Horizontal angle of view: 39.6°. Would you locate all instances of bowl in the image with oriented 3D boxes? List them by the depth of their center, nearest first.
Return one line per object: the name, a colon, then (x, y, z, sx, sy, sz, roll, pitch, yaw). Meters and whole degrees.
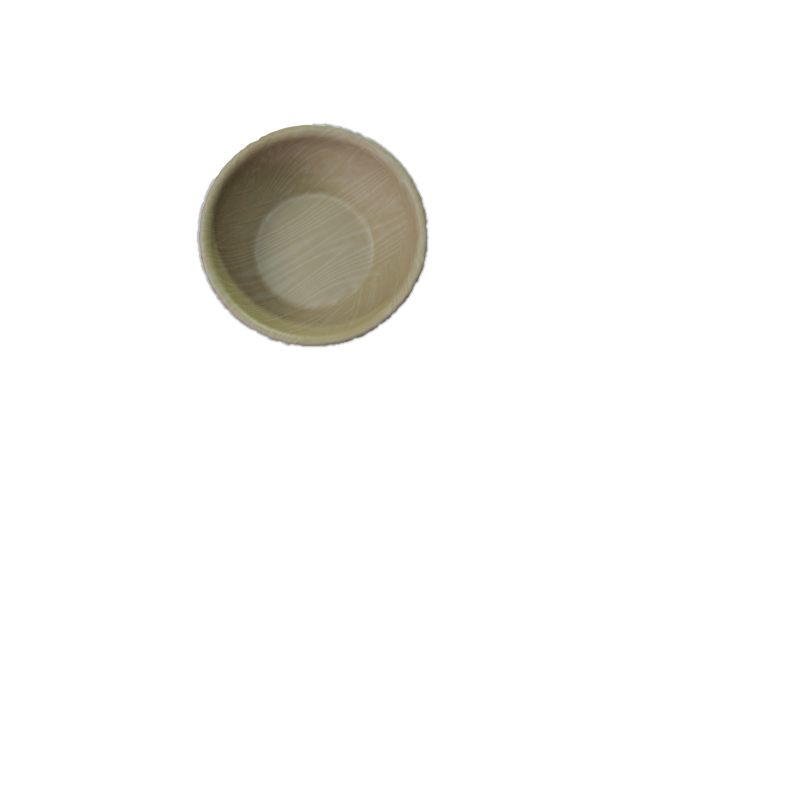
bowl: (-0.063, -0.115, 0.802, 0.162, 0.168, 0.053, 0, -13, -1)
